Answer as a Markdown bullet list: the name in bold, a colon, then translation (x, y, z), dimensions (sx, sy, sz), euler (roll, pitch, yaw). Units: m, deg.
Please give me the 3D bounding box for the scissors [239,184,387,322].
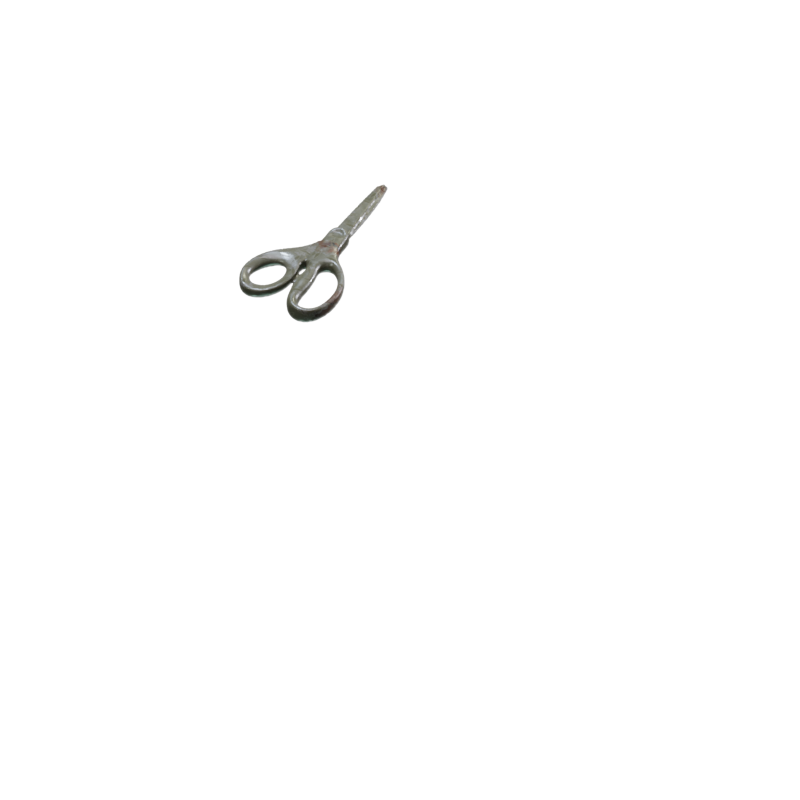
- **scissors**: translation (-0.075, -0.136, 0.954), dimensions (0.097, 0.015, 0.213), euler (6, 41, 7)
